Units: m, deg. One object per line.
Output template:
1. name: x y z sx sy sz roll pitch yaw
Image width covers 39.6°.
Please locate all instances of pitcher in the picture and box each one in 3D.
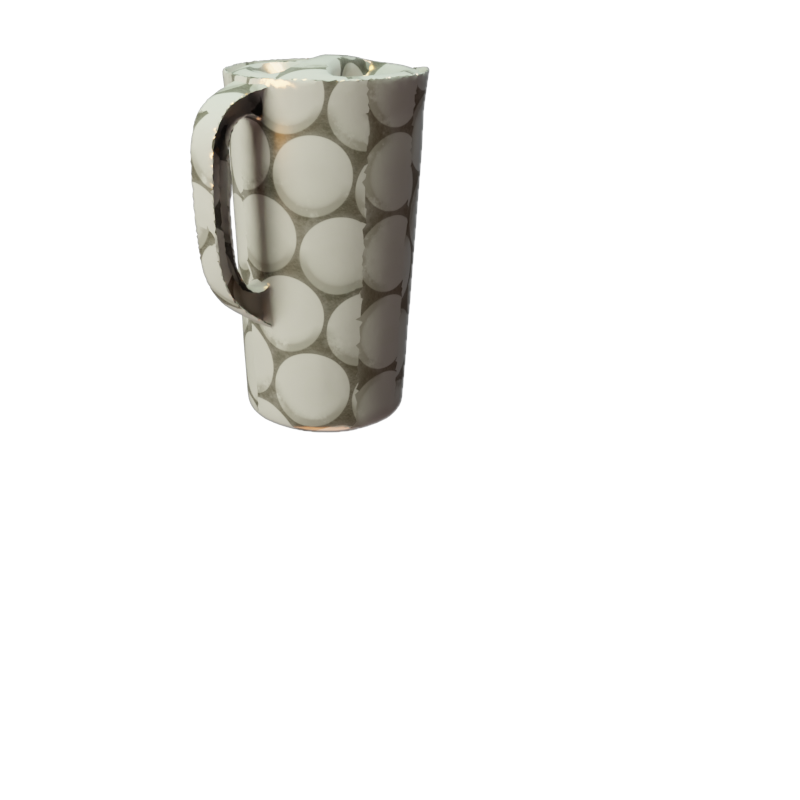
1. pitcher: -0.058 -0.105 0.738 0.149 0.234 0.151 0 17 -3
